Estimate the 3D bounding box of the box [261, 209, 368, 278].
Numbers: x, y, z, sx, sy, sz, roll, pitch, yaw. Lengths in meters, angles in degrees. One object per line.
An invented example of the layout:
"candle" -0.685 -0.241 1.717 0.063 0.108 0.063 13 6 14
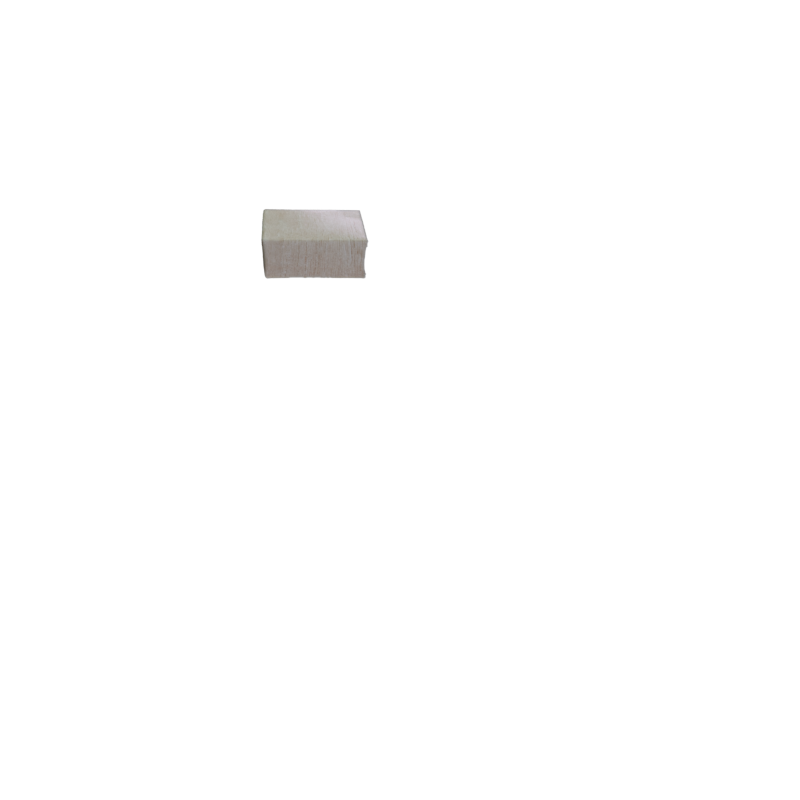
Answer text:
"box" -0.077 -0.139 0.976 0.089 0.037 0.119 -1 24 -4
